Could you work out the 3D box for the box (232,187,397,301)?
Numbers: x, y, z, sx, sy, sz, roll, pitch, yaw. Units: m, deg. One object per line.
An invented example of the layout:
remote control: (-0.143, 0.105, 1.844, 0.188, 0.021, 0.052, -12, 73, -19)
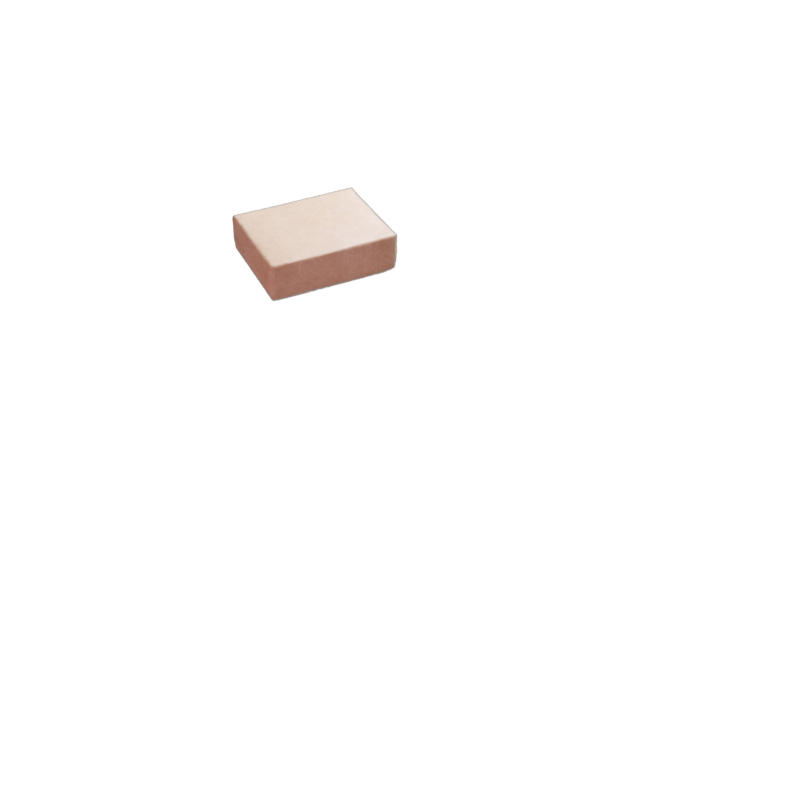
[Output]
box: (-0.071, -0.130, 0.913, 0.112, 0.036, 0.097, -15, 40, -20)
